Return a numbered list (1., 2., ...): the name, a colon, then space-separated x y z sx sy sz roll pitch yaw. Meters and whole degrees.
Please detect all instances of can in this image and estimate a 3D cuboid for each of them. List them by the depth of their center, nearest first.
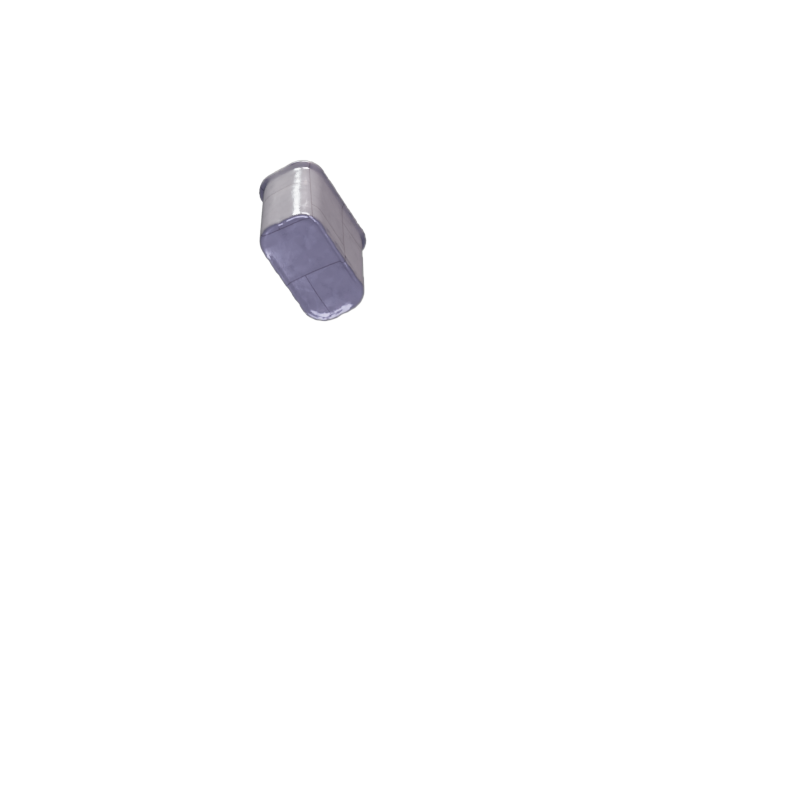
1. can: -0.068 -0.124 0.871 0.057 0.095 0.089 -26 31 15
